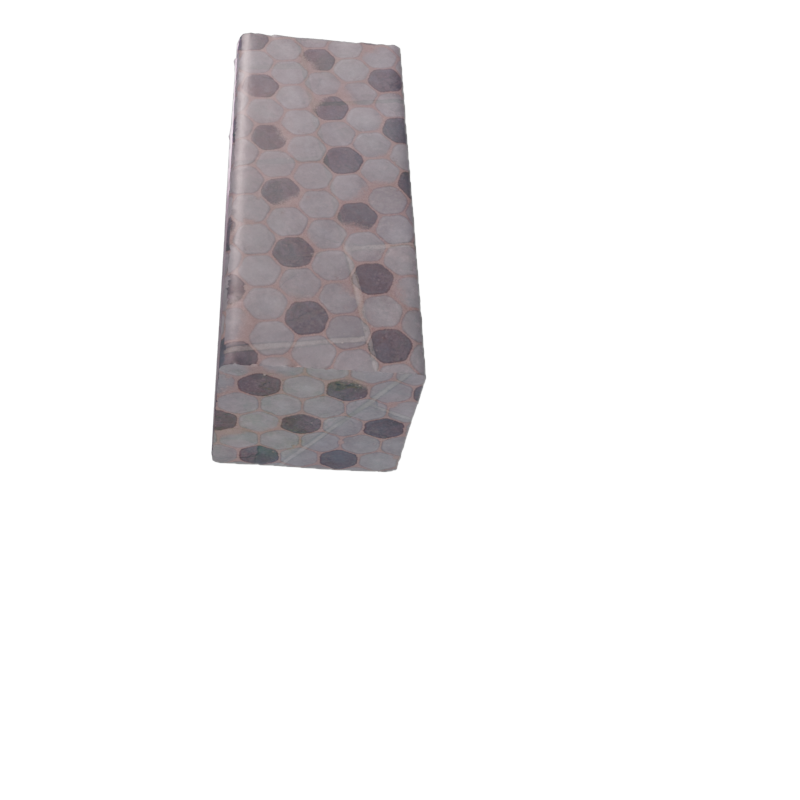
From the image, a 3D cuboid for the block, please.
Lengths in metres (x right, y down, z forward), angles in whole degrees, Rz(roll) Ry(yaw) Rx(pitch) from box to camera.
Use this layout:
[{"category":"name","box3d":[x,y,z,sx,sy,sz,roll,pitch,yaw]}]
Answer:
[{"category":"block","box3d":[-0.044,-0.079,0.557,0.089,0.221,0.085,3,-36,-8]}]
